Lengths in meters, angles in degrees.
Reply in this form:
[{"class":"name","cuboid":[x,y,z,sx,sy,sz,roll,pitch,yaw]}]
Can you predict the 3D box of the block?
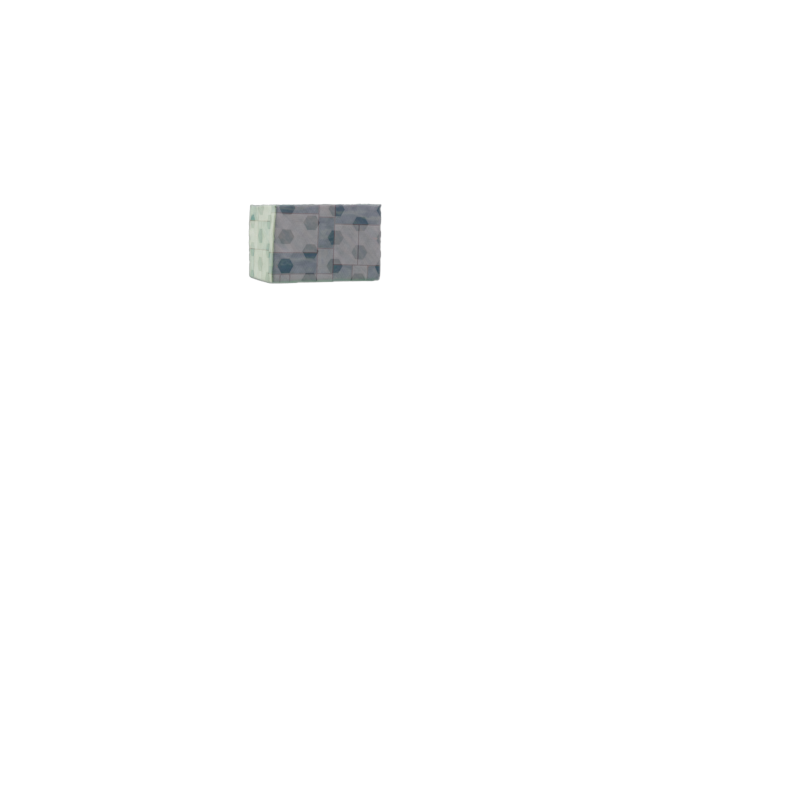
[{"class":"block","cuboid":[-0.058,-0.106,0.743,0.076,0.051,0.055,-4,8,-24]}]
